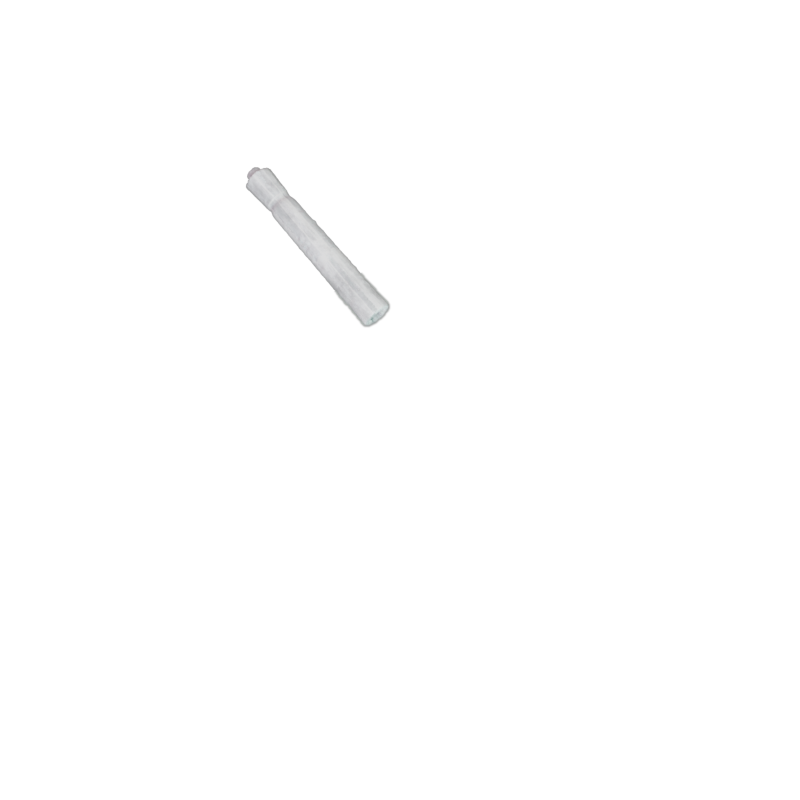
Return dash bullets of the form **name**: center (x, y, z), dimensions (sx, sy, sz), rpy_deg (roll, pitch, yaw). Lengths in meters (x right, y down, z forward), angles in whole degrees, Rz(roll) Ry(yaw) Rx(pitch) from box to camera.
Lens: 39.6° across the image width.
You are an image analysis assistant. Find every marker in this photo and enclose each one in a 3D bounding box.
- **marker**: center (-0.051, -0.094, 0.656), dimensions (0.020, 0.127, 0.019), rpy_deg (-35, -20, -15)
